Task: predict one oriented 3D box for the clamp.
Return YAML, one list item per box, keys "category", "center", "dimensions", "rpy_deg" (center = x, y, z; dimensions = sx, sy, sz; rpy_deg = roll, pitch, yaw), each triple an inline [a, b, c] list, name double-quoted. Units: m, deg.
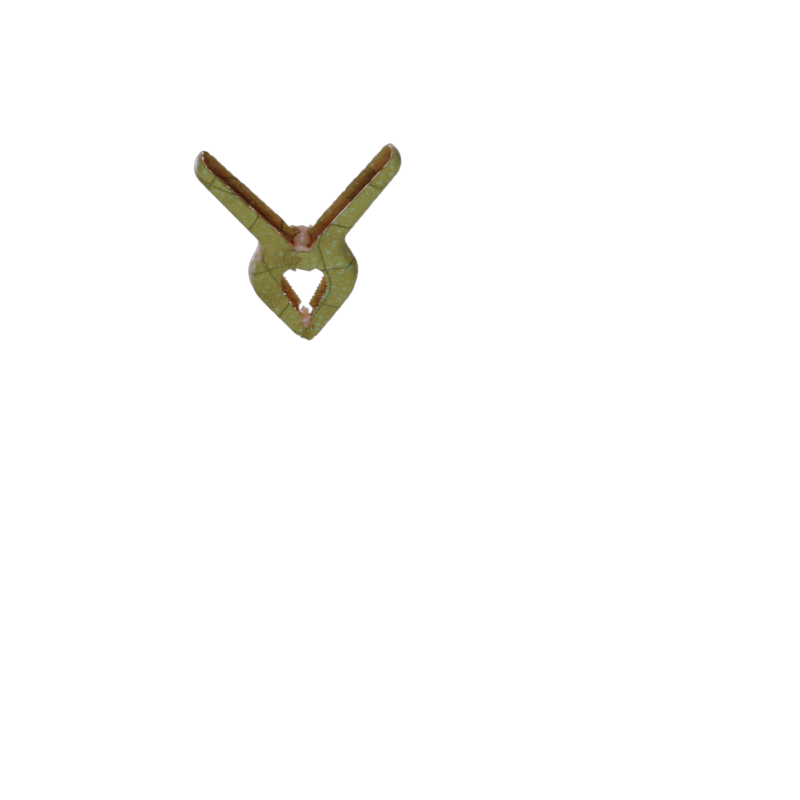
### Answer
- category: "clamp"
  center: [-0.074, -0.134, 0.939]
  dimensions: [0.165, 0.039, 0.194]
  rpy_deg: [-5, -45, 5]
